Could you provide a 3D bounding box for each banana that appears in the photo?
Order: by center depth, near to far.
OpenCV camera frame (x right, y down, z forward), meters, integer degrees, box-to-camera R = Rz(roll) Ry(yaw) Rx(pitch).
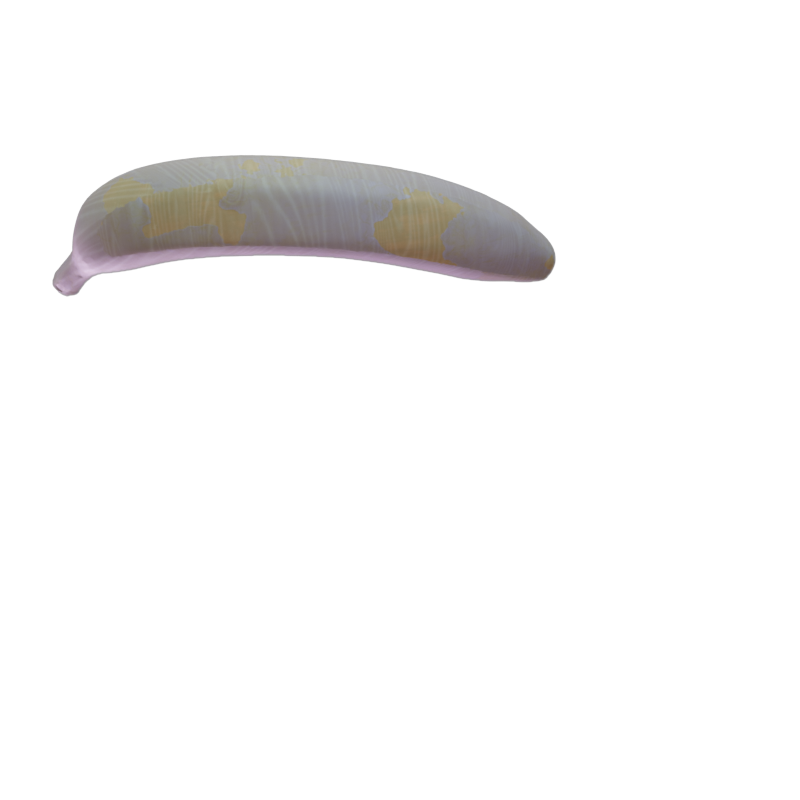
[{"bbox_3d":[-0.036,-0.066,0.414,0.198,0.038,0.067,0,-15,0],"label":"banana"}]
